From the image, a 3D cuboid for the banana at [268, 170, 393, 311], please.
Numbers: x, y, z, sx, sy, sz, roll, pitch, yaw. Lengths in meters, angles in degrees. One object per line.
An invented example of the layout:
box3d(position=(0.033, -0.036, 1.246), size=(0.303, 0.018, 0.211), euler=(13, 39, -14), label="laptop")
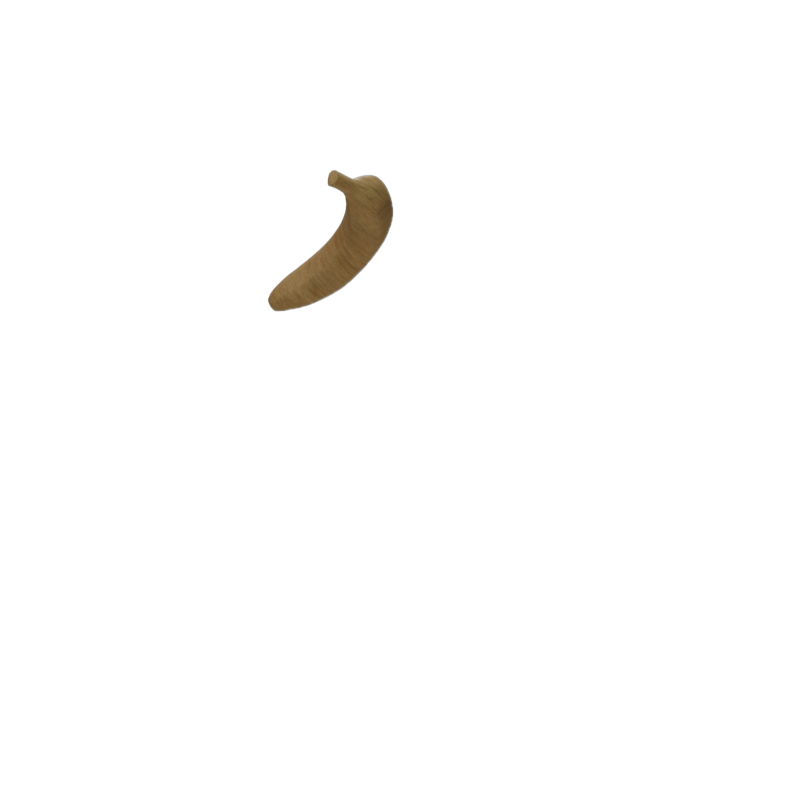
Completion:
box3d(position=(-0.050, -0.125, 0.880), size=(0.068, 0.039, 0.190), euler=(9, -30, -17), label="banana")
